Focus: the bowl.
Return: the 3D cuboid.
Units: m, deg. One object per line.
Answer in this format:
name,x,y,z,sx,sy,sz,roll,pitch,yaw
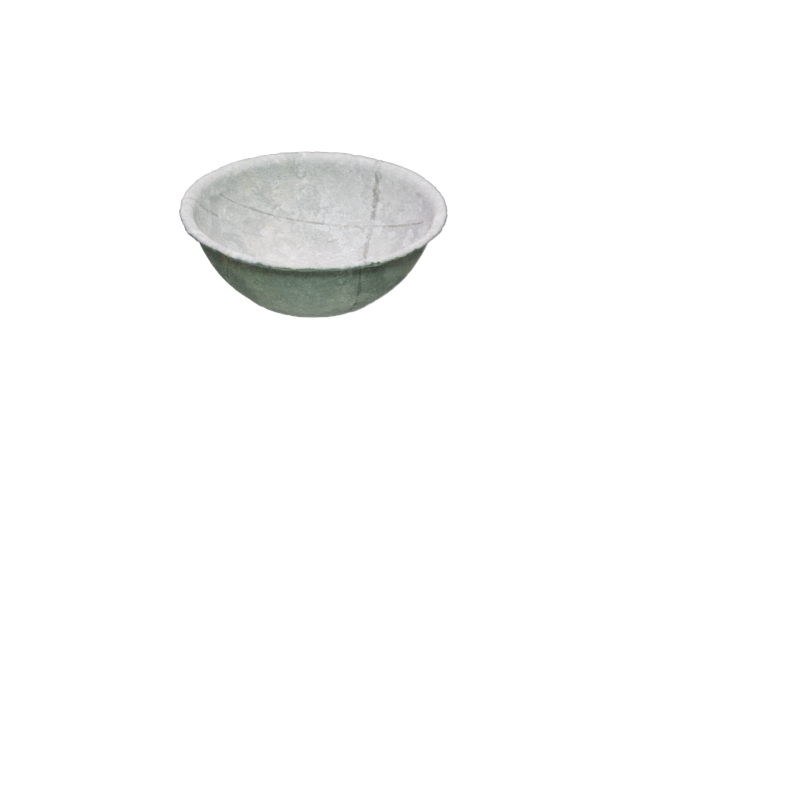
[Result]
bowl,-0.053,-0.097,0.680,0.162,0.052,0.173,-1,33,-2
